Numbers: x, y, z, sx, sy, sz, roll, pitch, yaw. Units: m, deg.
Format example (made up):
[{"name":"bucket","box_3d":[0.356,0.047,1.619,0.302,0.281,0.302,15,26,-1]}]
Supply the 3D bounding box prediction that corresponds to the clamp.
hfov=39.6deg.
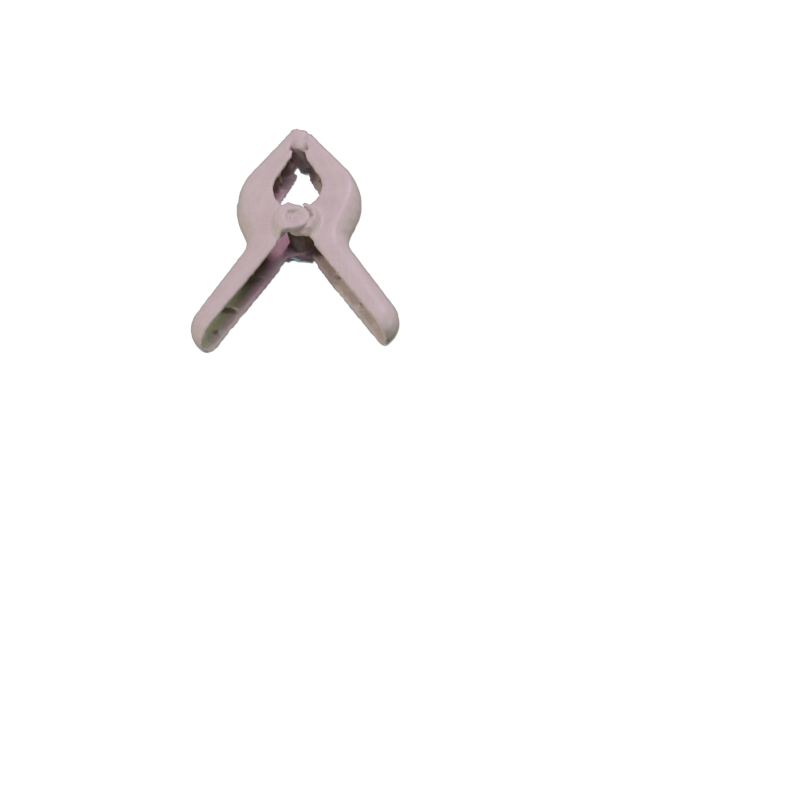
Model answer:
[{"name":"clamp","box_3d":[-0.054,-0.098,0.684,0.121,0.182,0.037,7,-34,4]}]
